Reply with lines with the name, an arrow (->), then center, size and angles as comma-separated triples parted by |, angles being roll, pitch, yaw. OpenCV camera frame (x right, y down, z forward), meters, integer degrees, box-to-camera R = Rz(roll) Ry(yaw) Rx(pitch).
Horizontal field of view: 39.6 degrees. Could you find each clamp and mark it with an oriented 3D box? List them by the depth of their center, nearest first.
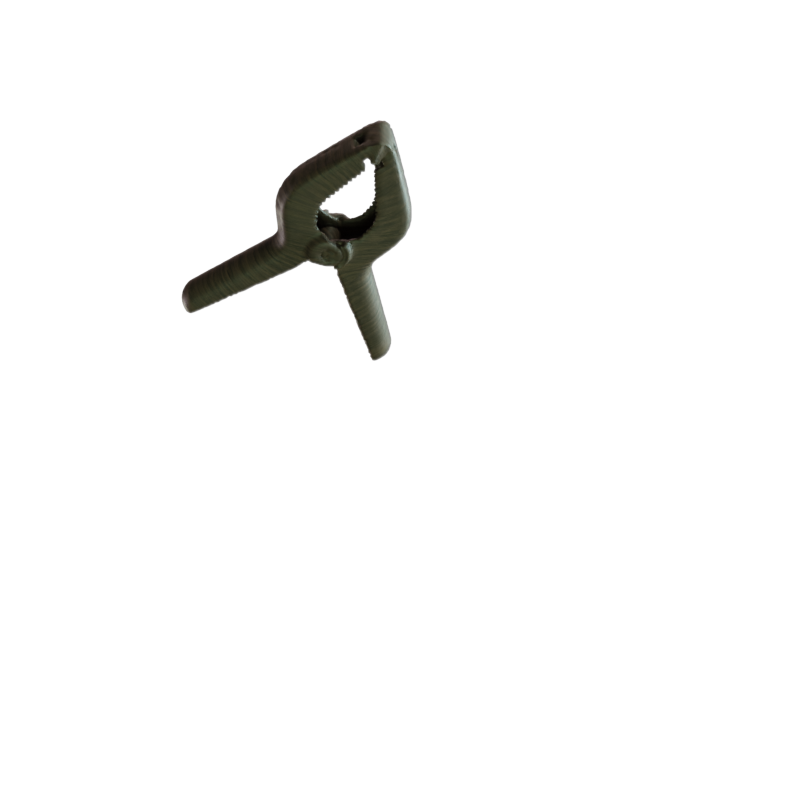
clamp -> -0.061, -0.112, 0.784 | 0.162, 0.039, 0.199 | 10, -44, -11
